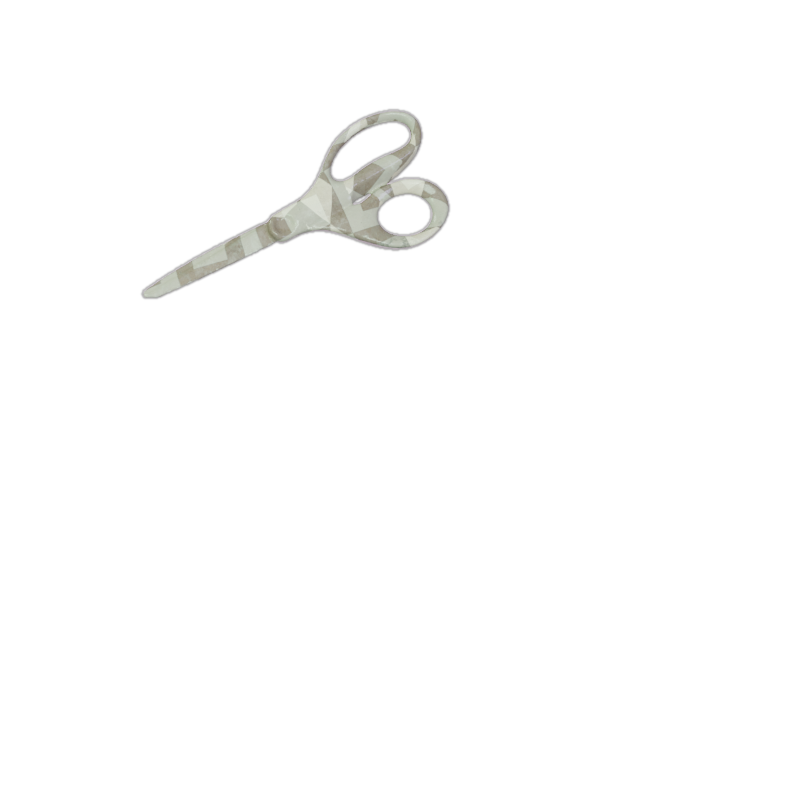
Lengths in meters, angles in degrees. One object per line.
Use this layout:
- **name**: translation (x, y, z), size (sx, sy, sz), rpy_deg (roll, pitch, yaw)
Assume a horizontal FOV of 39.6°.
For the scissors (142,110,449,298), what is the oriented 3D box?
- **scissors**: translation (-0.054, -0.099, 0.691), size (0.203, 0.098, 0.015), rpy_deg (-43, -7, -7)
